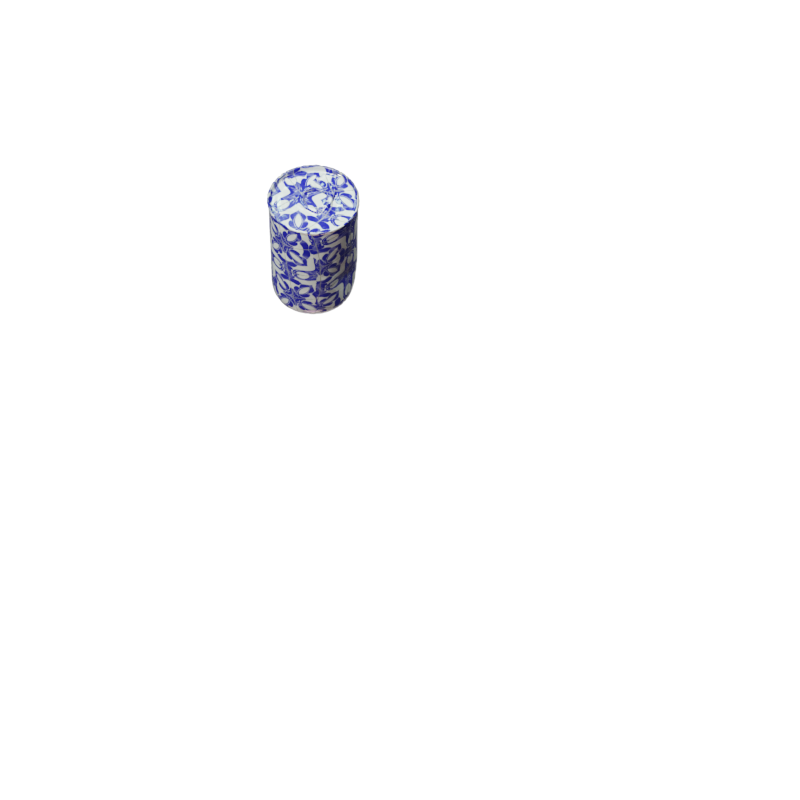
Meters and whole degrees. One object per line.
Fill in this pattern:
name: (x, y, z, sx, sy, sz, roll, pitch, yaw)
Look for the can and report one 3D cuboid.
can: (-0.067, -0.122, 0.854, 0.068, 0.073, 0.095, 0, -35, -3)
